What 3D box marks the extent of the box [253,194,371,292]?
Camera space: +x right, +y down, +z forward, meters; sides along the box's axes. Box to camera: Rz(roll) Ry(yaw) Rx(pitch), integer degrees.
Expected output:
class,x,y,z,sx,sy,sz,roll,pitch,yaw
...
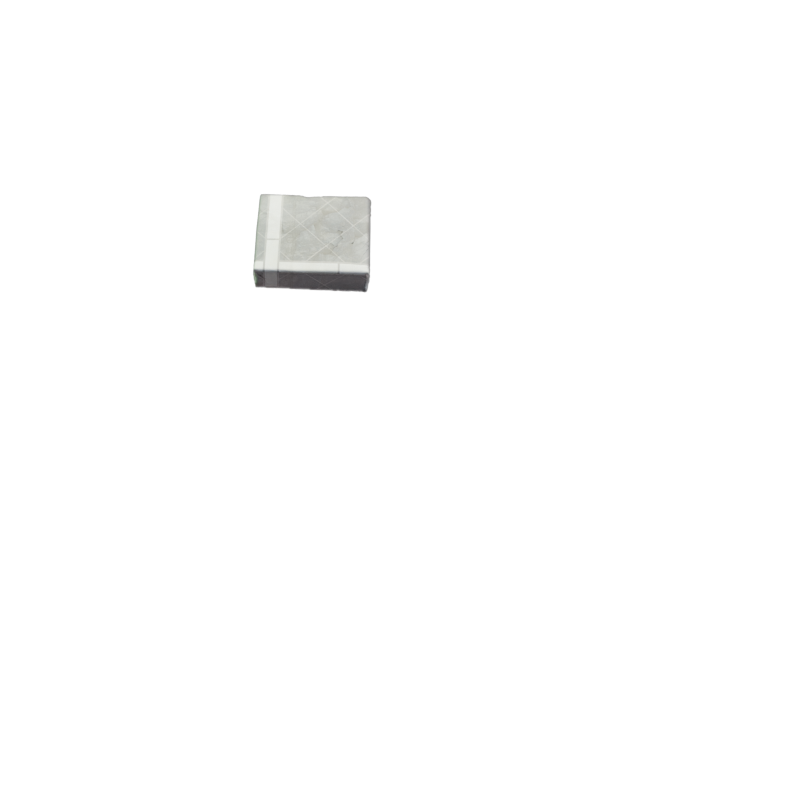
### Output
class,x,y,z,sx,sy,sz,roll,pitch,yaw
box,-0.067,-0.123,0.861,0.089,0.078,0.028,1,-33,0
